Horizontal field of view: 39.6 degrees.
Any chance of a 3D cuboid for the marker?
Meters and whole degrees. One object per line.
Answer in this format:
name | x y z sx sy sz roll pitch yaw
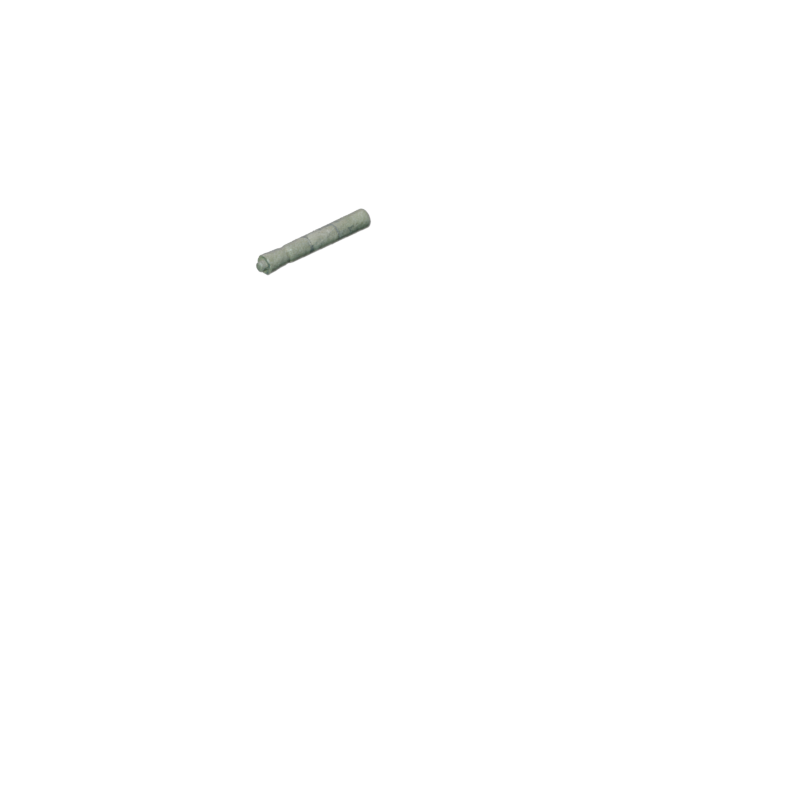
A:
marker | -0.076 -0.139 0.977 0.121 0.019 0.021 -31 21 -32
